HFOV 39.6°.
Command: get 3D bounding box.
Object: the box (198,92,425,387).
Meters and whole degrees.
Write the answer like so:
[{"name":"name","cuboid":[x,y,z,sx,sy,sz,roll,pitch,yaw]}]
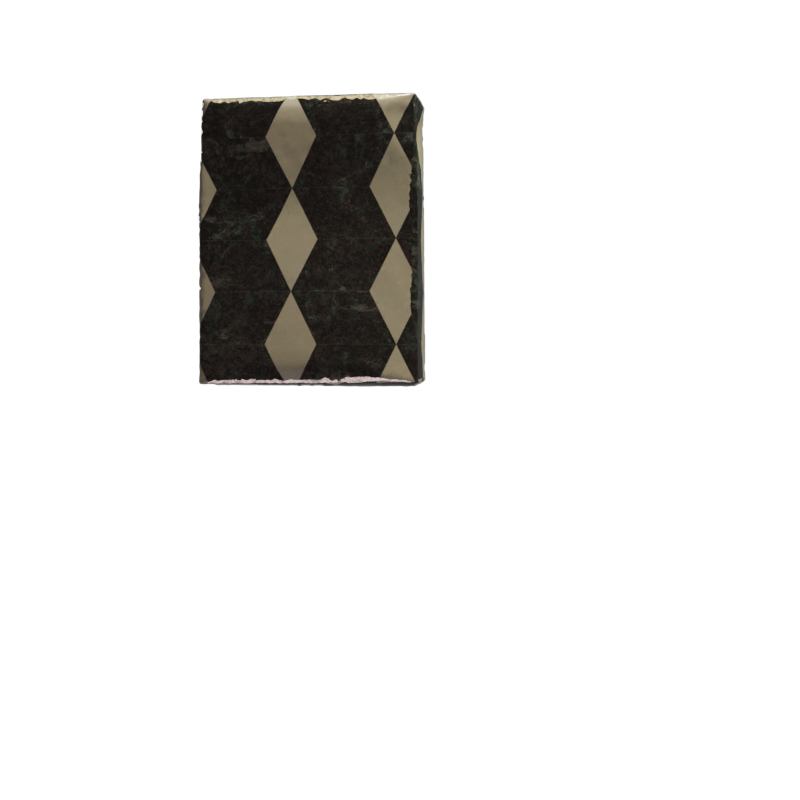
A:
[{"name":"box","cuboid":[-0.065,-0.119,0.830,0.166,0.215,0.070,0,-3,9]}]
